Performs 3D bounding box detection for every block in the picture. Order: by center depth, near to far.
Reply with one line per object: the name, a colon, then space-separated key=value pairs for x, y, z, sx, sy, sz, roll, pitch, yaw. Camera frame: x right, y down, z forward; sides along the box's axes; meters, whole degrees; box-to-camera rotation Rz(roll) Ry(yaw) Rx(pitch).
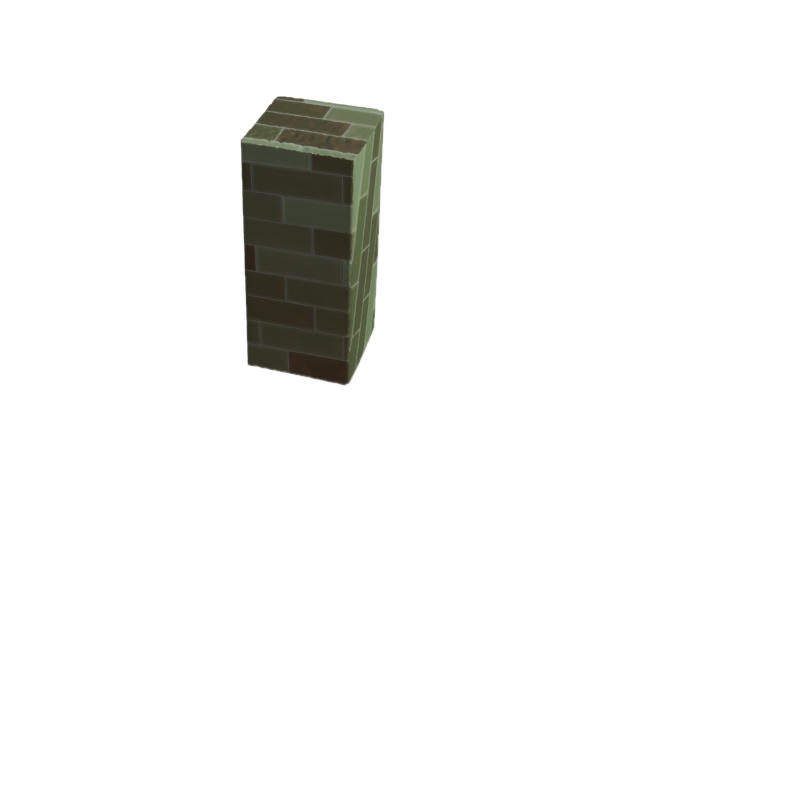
block: x=-0.069 y=-0.127 z=0.888 sx=0.093 sy=0.193 sz=0.094 roll=11 pitch=35 yaw=12
